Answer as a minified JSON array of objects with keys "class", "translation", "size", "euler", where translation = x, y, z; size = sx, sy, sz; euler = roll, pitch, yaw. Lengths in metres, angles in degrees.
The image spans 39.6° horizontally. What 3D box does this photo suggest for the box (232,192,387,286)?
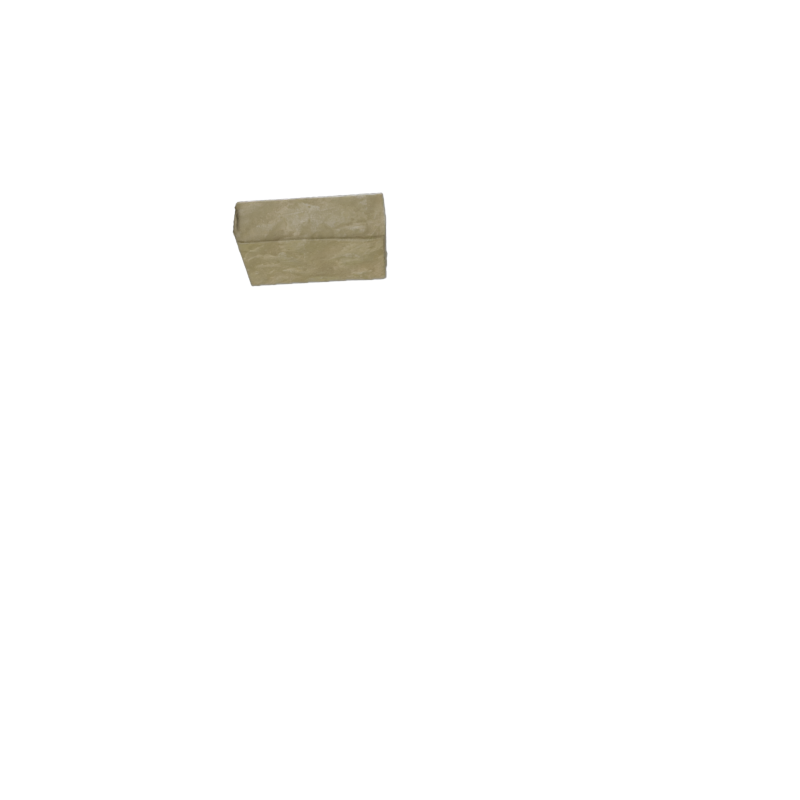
[{"class":"box","translation":[-0.067,-0.122,0.853],"size":[0.114,0.041,0.085],"euler":[-1,-17,2]}]
